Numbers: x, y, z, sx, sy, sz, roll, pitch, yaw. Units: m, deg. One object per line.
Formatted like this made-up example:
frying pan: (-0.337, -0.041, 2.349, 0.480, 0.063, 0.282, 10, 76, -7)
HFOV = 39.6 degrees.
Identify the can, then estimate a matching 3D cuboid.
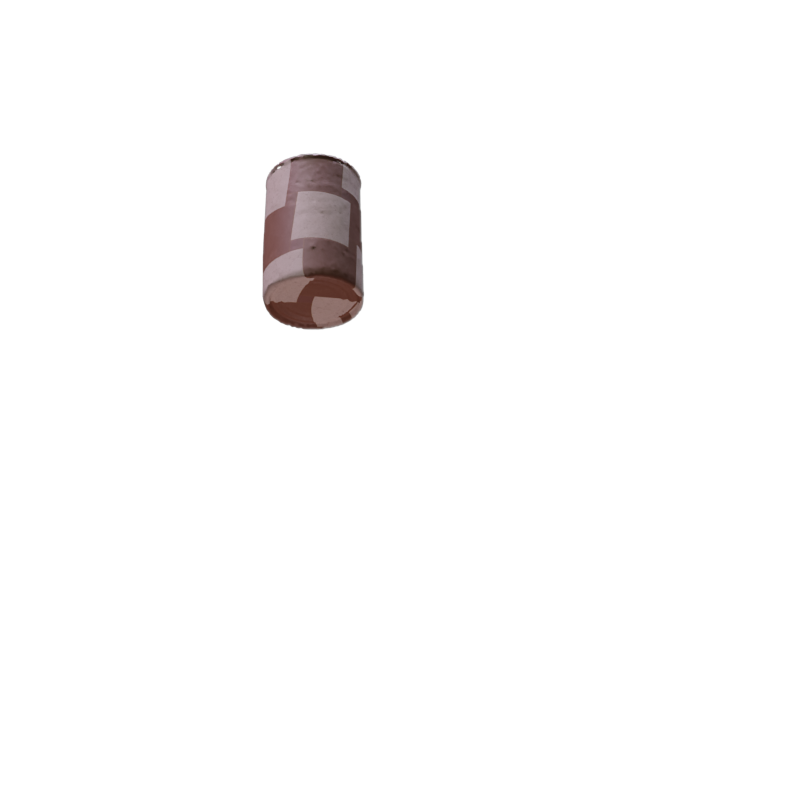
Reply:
can: (-0.059, -0.108, 0.757, 0.068, 0.109, 0.064, -1, -33, -2)
